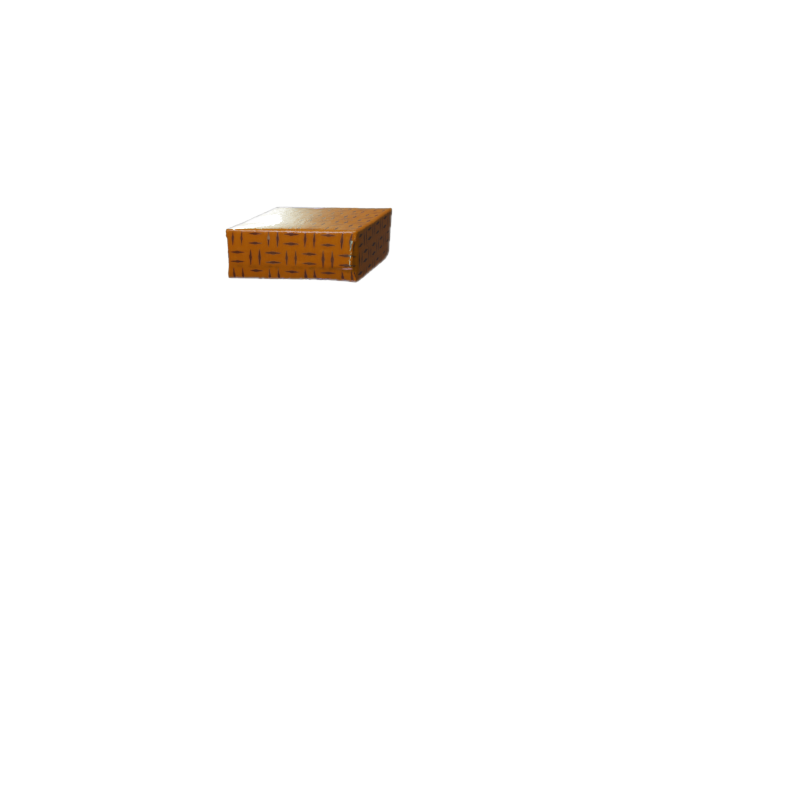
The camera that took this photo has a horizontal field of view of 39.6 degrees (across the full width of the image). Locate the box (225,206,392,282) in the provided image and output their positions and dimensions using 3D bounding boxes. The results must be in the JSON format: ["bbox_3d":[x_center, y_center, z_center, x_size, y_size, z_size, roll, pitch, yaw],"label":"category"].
[{"bbox_3d":[-0.060,-0.109,0.767,0.092,0.038,0.114,3,15,13],"label":"box"}]
